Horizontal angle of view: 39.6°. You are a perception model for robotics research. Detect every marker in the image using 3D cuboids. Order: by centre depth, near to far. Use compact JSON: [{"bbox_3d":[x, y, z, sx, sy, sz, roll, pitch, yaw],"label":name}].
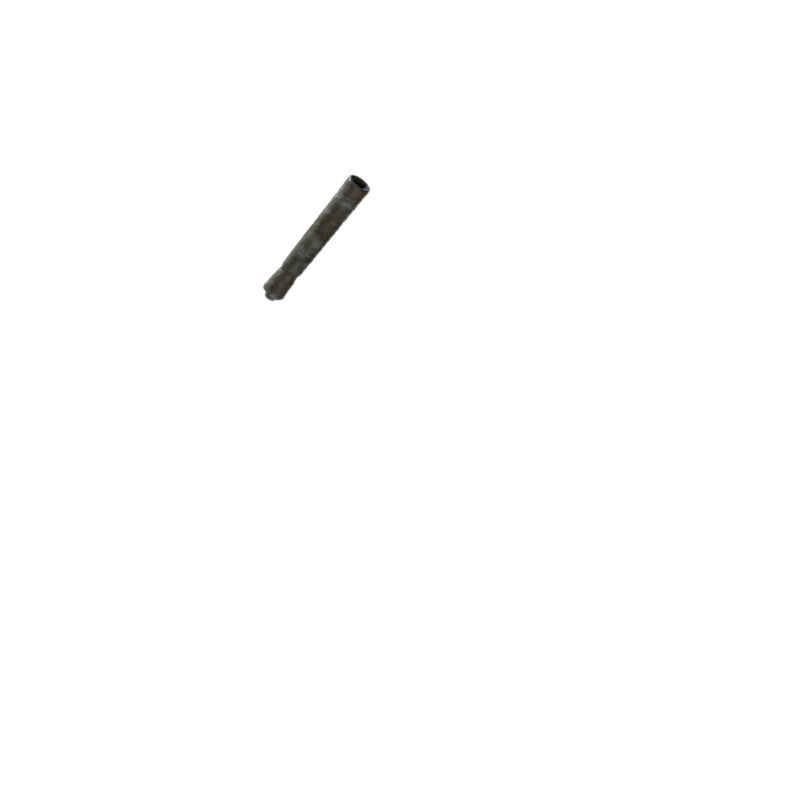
[{"bbox_3d":[-0.065,-0.118,0.828,0.019,0.118,0.021,31,29,-22],"label":"marker"}]
